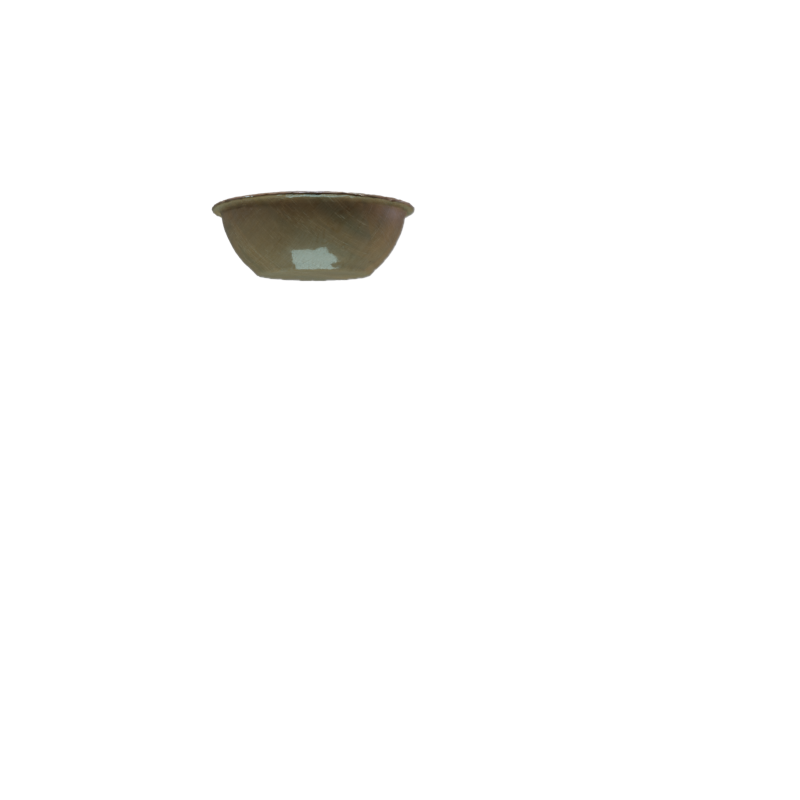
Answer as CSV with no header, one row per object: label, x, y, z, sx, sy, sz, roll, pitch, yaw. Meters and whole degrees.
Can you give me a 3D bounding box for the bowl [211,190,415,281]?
bowl,-0.069,-0.126,0.882,0.162,0.056,0.161,0,0,-2
